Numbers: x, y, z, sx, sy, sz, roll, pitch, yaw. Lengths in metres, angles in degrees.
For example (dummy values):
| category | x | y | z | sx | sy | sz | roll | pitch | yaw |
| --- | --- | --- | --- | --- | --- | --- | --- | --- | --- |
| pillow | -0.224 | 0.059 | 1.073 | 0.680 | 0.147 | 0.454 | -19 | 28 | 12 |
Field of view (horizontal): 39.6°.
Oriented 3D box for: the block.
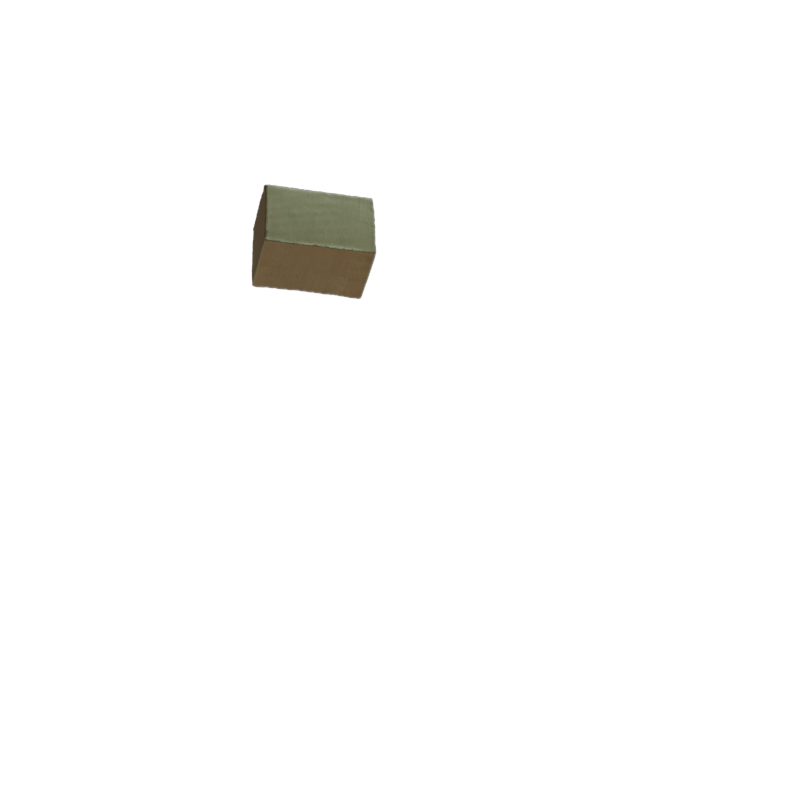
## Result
| category | x | y | z | sx | sy | sz | roll | pitch | yaw |
| --- | --- | --- | --- | --- | --- | --- | --- | --- | --- |
| block | -0.059 | -0.108 | 0.758 | 0.077 | 0.055 | 0.050 | 7 | -37 | -11 |
